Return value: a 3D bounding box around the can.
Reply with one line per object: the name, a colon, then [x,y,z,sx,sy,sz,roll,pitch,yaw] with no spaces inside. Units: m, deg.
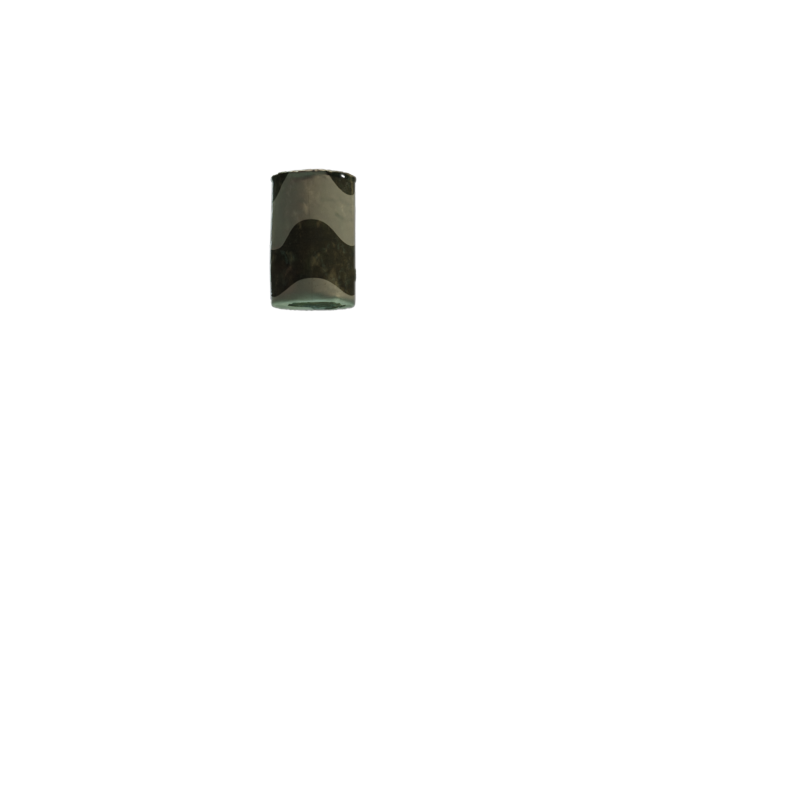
can: [-0.068,-0.124,0.866,0.068,0.104,0.067,0,-7,-2]
